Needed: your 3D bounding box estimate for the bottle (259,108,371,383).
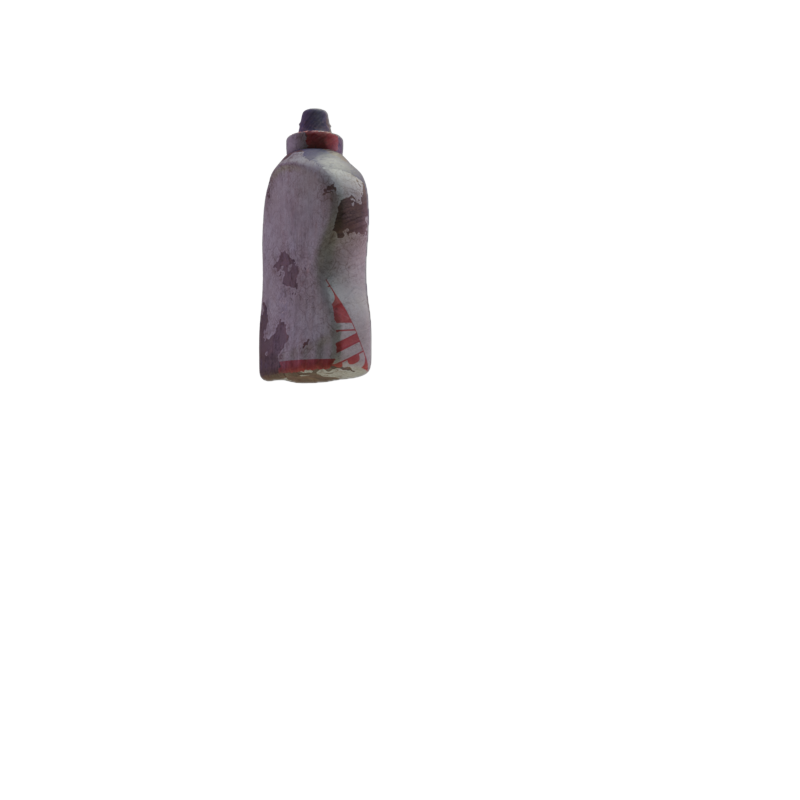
[{"bbox_3d":[-0.060,-0.111,0.776,0.056,0.197,0.098,7,-13,-35],"label":"bottle"}]
